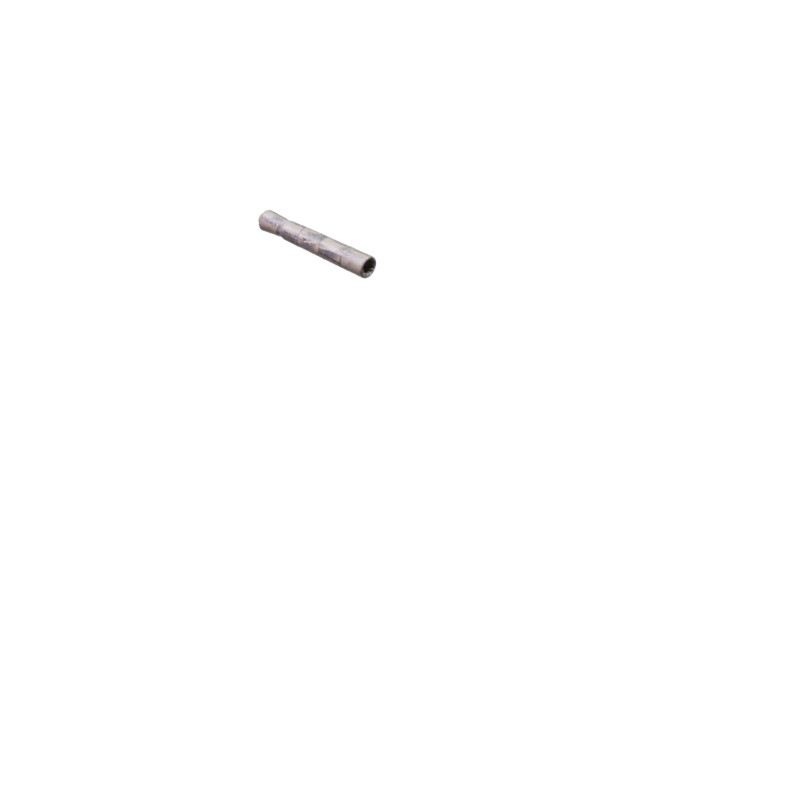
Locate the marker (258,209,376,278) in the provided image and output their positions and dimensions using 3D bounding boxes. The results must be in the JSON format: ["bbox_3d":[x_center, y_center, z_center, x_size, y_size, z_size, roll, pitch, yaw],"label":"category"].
[{"bbox_3d":[-0.071,-0.129,0.903,0.129,0.019,0.019,29,20,35],"label":"marker"}]
